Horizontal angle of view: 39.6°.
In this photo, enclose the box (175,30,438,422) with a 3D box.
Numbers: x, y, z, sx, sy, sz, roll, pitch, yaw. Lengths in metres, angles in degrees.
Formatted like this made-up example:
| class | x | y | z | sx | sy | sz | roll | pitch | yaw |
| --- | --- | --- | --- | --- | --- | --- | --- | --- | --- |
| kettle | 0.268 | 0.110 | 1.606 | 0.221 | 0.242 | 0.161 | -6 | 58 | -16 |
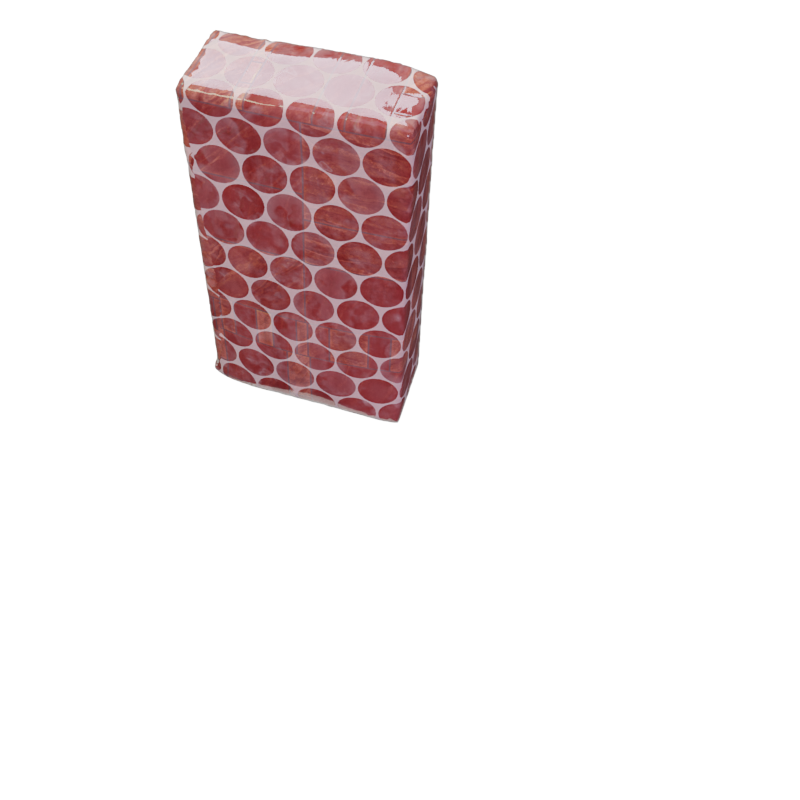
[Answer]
| class | x | y | z | sx | sy | sz | roll | pitch | yaw |
| --- | --- | --- | --- | --- | --- | --- | --- | --- | --- |
| box | -0.036 | -0.067 | 0.468 | 0.095 | 0.050 | 0.164 | 16 | -40 | 10 |
